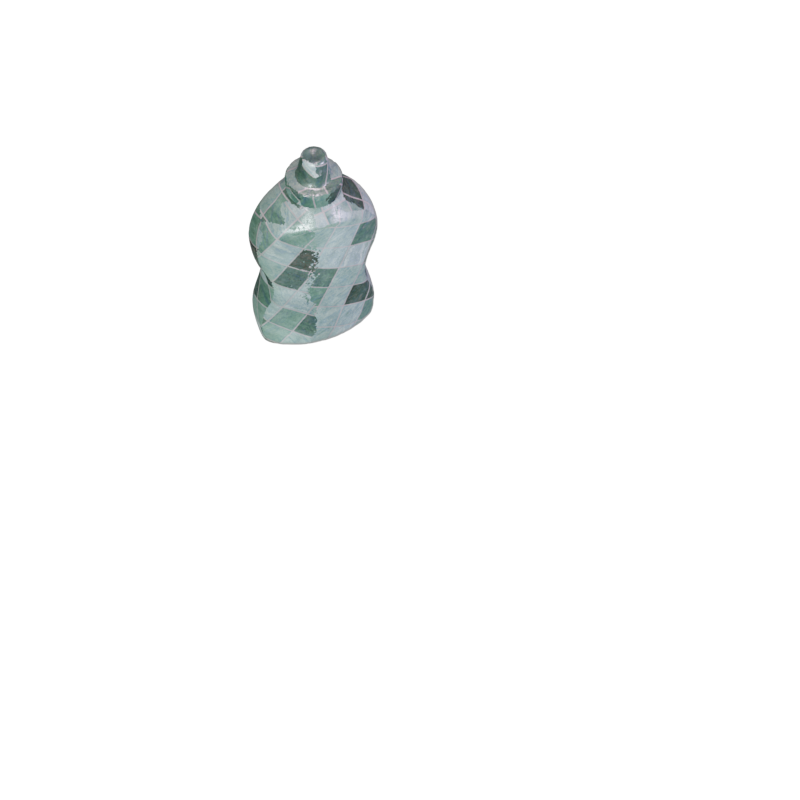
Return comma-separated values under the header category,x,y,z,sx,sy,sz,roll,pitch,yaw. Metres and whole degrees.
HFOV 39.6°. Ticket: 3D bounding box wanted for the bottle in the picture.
category,x,y,z,sx,sy,sz,roll,pitch,yaw
bottle,-0.065,-0.119,0.835,0.095,0.063,0.179,-13,-32,-12
